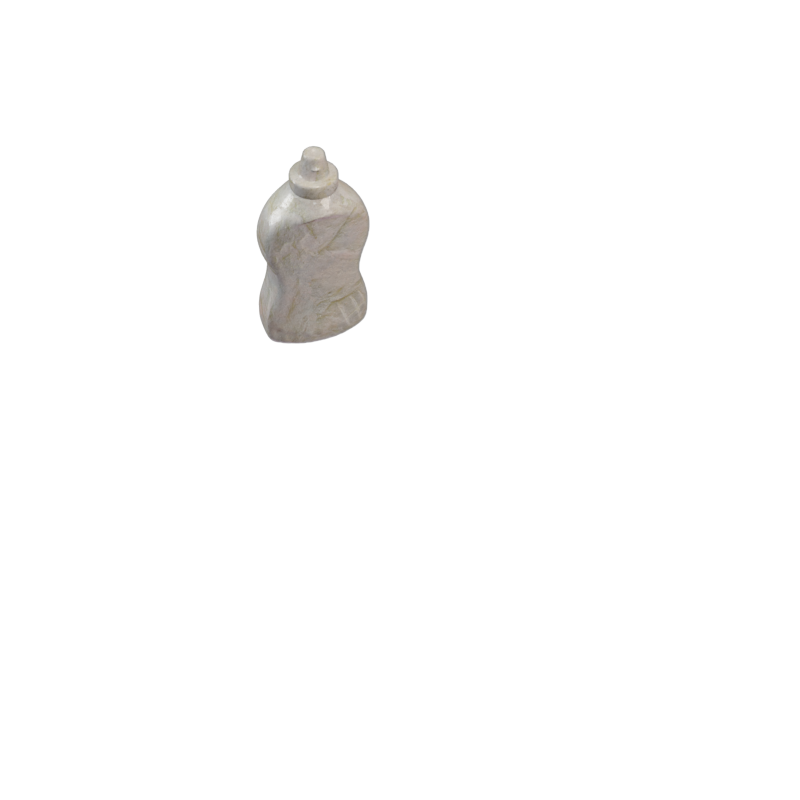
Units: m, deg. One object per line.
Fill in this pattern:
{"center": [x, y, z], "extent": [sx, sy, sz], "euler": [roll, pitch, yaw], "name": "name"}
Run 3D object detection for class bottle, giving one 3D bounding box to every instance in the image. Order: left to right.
{"center": [-0.074, -0.135, 0.948], "extent": [0.095, 0.179, 0.063], "euler": [-12, 46, -15], "name": "bottle"}
